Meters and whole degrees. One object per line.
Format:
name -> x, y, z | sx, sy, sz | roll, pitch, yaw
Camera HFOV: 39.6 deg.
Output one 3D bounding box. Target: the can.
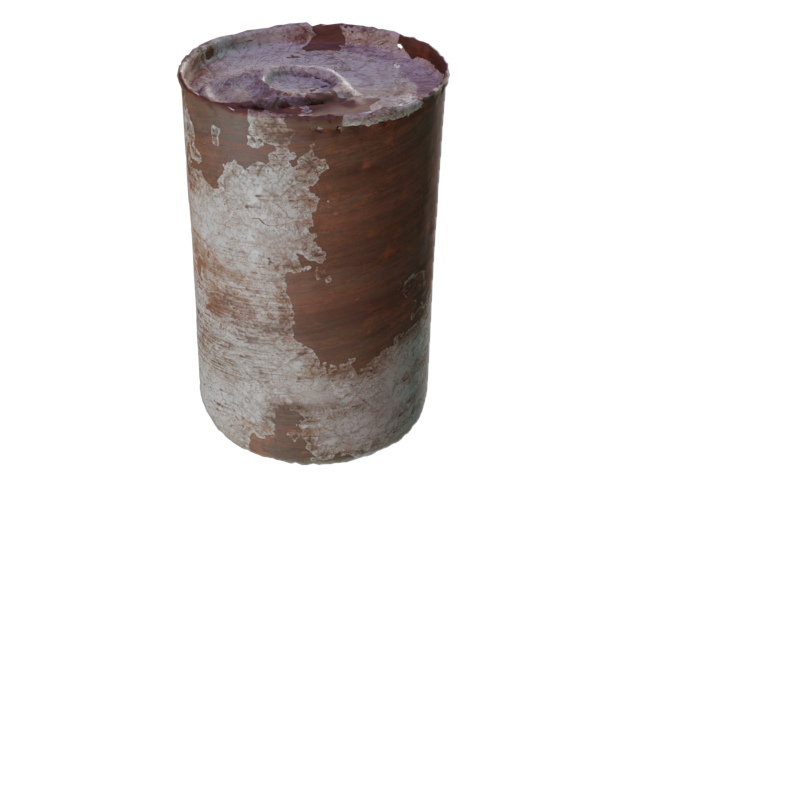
can -> -0.024, -0.043, 0.301 | 0.068, 0.096, 0.073 | 0, 32, -3
